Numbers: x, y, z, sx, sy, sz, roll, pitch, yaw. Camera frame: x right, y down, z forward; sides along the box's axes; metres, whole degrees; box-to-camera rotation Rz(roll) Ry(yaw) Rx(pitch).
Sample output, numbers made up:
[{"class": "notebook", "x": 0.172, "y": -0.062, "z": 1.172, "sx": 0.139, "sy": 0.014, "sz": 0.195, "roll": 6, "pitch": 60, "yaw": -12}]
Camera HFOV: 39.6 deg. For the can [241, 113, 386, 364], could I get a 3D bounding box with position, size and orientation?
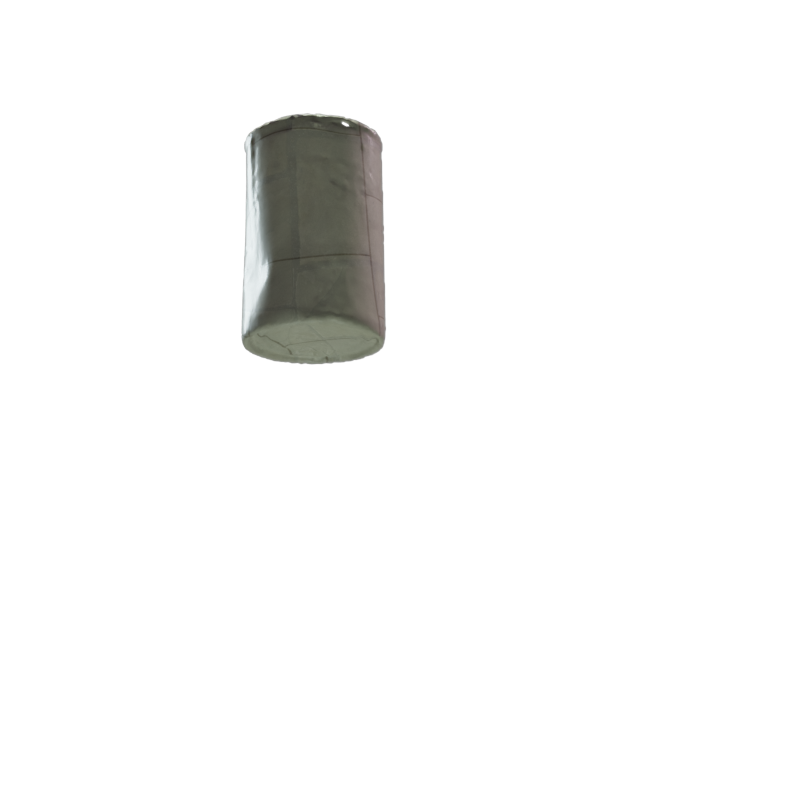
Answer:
[{"class": "can", "x": -0.041, "y": -0.075, "z": 0.524, "sx": 0.068, "sy": 0.107, "sz": 0.065, "roll": 0, "pitch": -19, "yaw": -2}]
